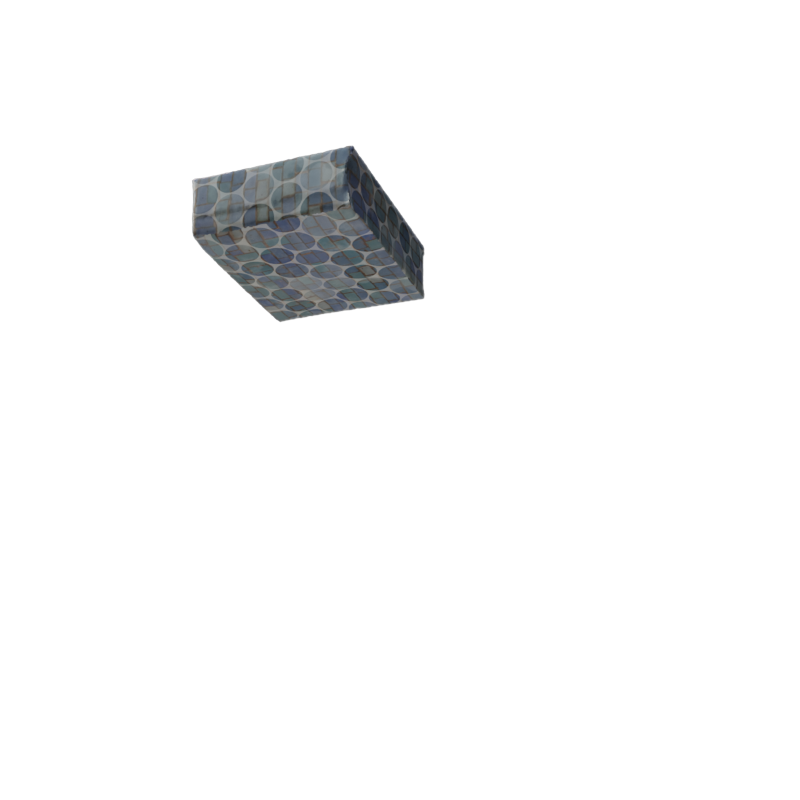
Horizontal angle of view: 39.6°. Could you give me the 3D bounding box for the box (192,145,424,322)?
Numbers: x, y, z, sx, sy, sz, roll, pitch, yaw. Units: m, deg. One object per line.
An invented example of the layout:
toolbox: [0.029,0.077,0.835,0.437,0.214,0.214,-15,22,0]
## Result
box: [-0.046,-0.084,0.585,0.091,0.041,0.106,-8,-23,19]
